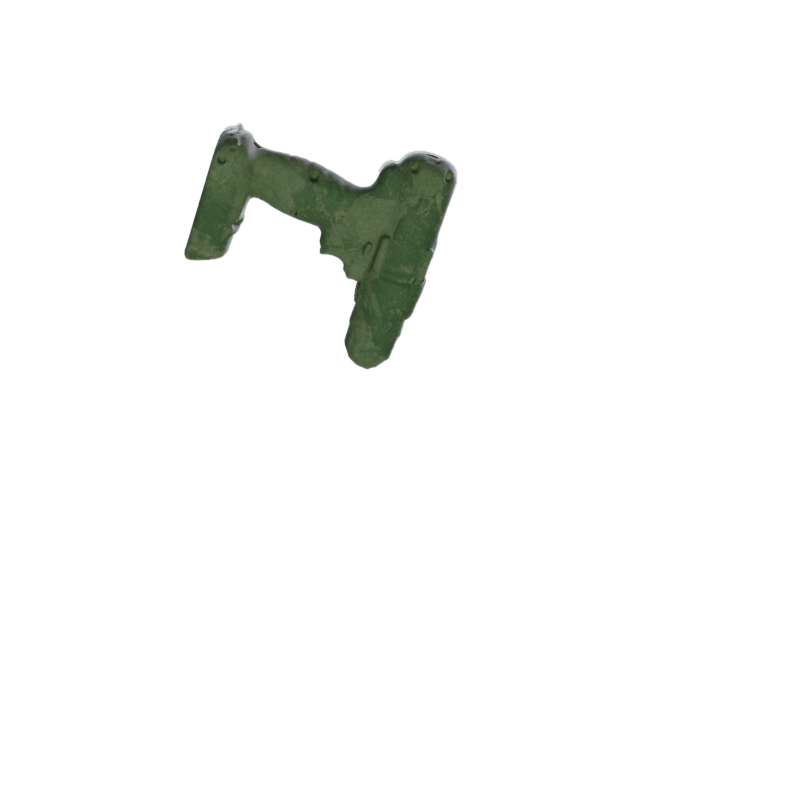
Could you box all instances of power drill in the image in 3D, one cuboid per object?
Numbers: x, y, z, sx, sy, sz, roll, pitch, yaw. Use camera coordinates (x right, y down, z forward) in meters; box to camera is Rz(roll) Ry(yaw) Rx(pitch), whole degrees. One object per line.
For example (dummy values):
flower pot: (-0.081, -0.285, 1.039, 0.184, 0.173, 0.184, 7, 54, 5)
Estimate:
power drill: (-0.067, -0.123, 0.858, 0.185, 0.177, 0.060, 16, 23, -7)
